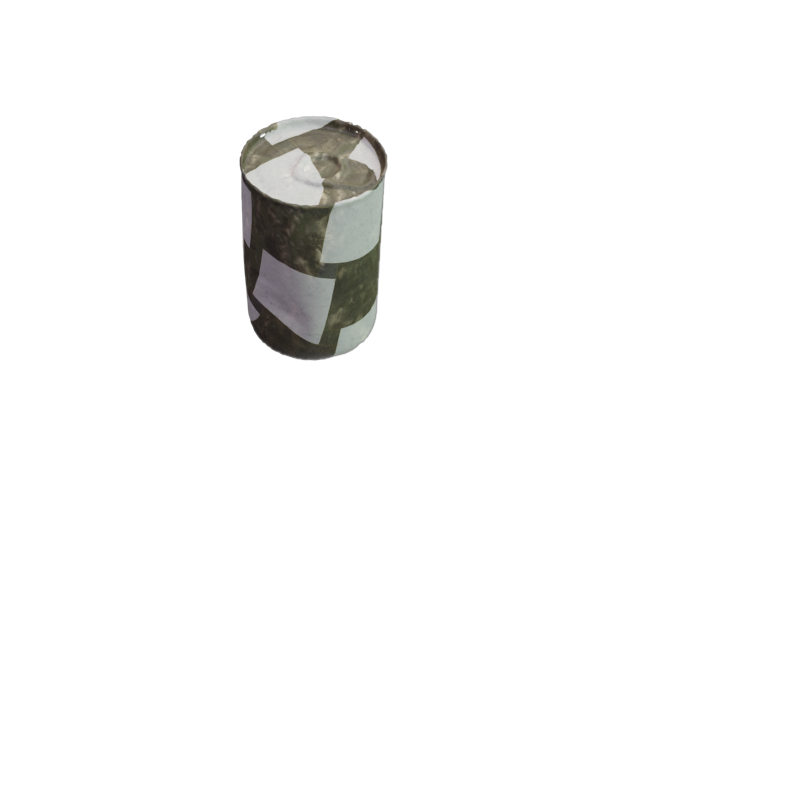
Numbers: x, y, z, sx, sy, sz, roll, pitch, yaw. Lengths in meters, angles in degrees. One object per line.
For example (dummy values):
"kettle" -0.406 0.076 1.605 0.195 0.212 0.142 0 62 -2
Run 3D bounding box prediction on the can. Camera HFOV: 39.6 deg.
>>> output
"can" -0.042 -0.077 0.540 0.068 0.074 0.095 0 -45 -3
